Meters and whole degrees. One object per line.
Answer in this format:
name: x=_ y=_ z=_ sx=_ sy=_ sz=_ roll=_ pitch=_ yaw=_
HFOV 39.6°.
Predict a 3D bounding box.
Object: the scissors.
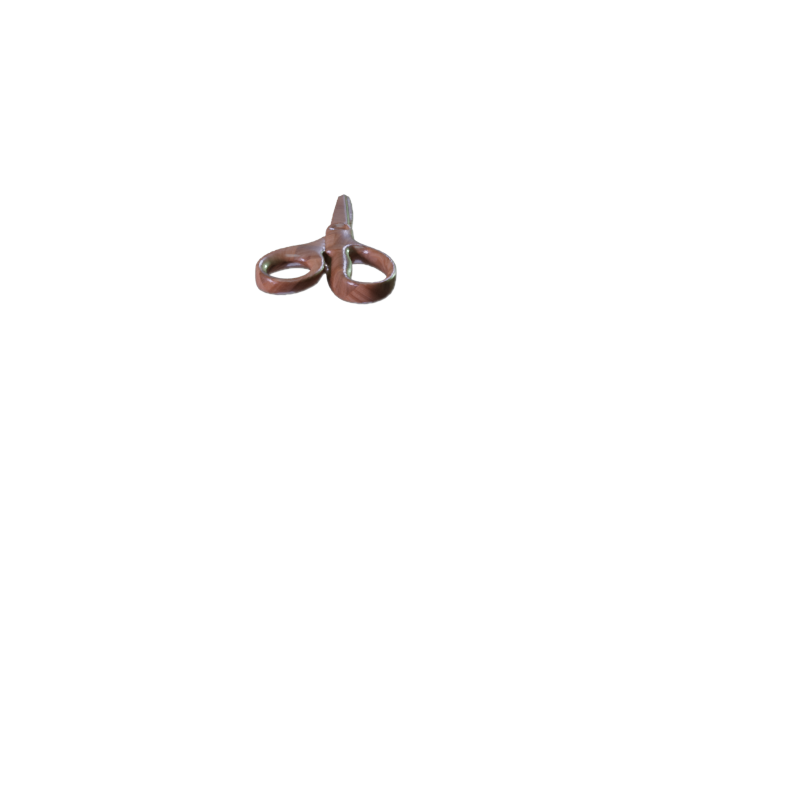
scissors: x=-0.058 y=-0.106 z=0.744 sx=0.095 sy=0.015 sz=0.215 roll=-6 pitch=26 yaw=-13
